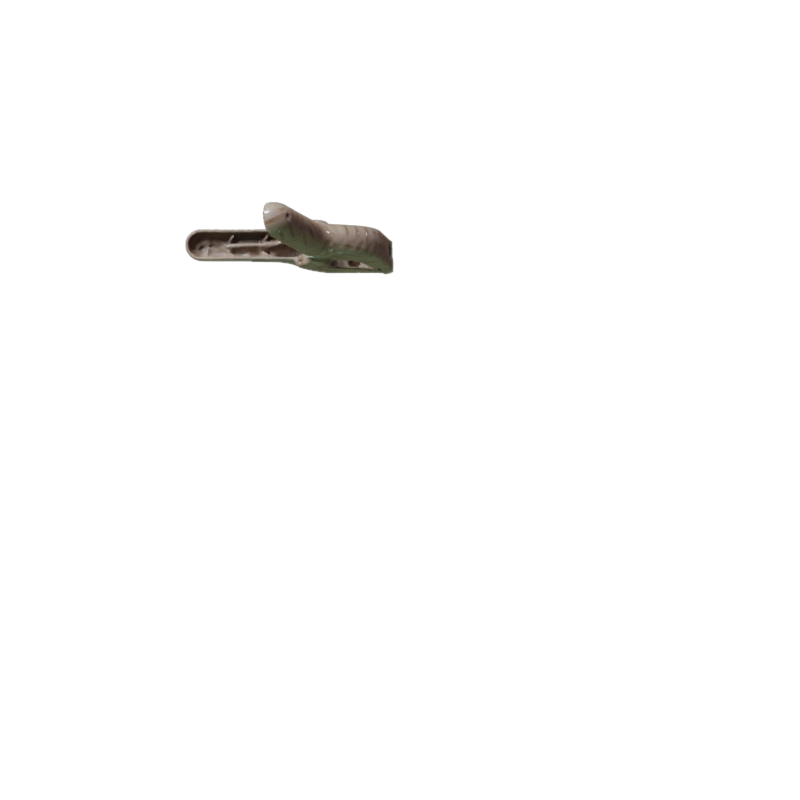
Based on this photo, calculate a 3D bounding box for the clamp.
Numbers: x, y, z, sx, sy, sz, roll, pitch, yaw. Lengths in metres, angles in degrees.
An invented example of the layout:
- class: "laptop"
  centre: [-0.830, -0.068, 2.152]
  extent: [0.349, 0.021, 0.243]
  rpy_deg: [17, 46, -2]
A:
- class: "clamp"
  centre: [-0.067, -0.123, 0.860]
  extent: [0.165, 0.040, 0.123]
  rpy_deg: [0, 0, -30]
